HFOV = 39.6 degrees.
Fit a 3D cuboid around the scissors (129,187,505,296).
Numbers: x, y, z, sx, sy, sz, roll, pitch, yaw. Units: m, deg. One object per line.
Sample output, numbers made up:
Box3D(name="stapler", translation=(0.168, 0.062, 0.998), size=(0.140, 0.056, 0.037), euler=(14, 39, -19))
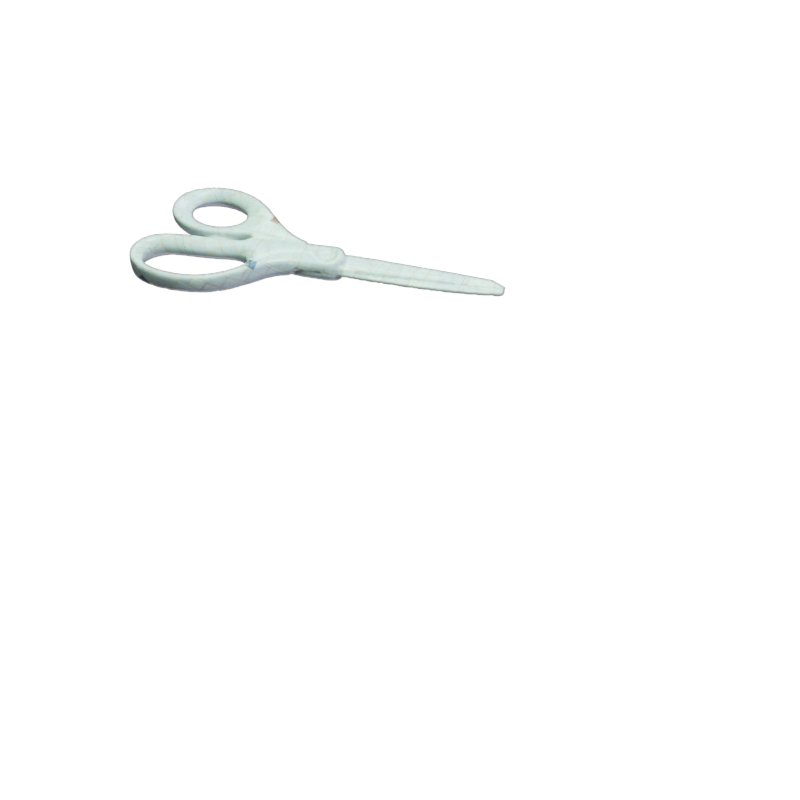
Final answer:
Box3D(name="scissors", translation=(-0.049, -0.089, 0.623), size=(0.201, 0.015, 0.103), euler=(-1, 42, -1))
